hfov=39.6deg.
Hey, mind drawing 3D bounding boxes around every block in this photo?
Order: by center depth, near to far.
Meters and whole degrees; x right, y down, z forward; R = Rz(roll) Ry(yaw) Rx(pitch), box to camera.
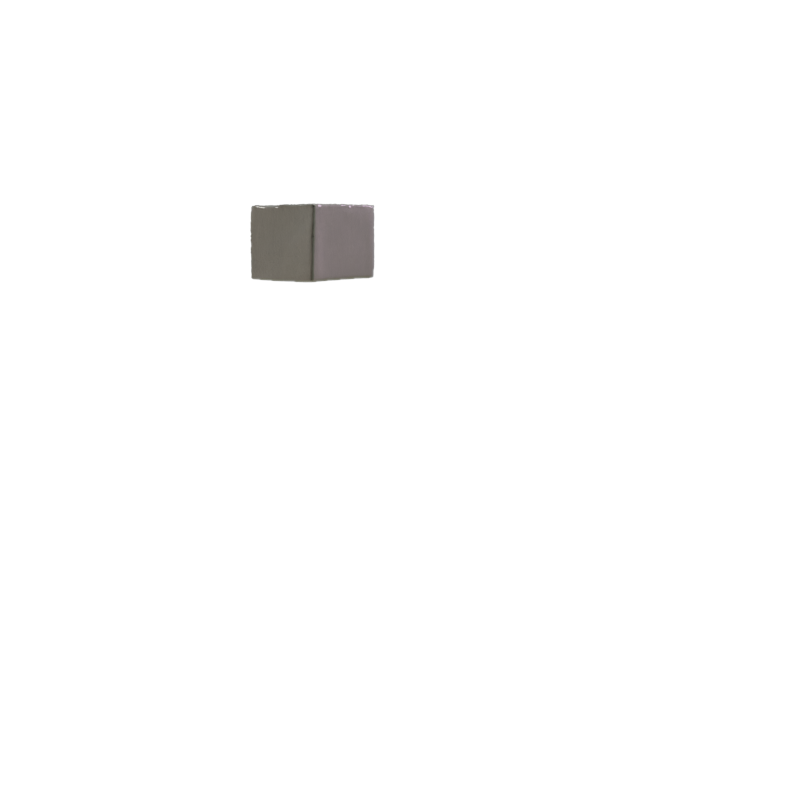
[{"bbox_3d":[-0.059,-0.108,0.758,0.055,0.051,0.076,3,8,32],"label":"block"}]
